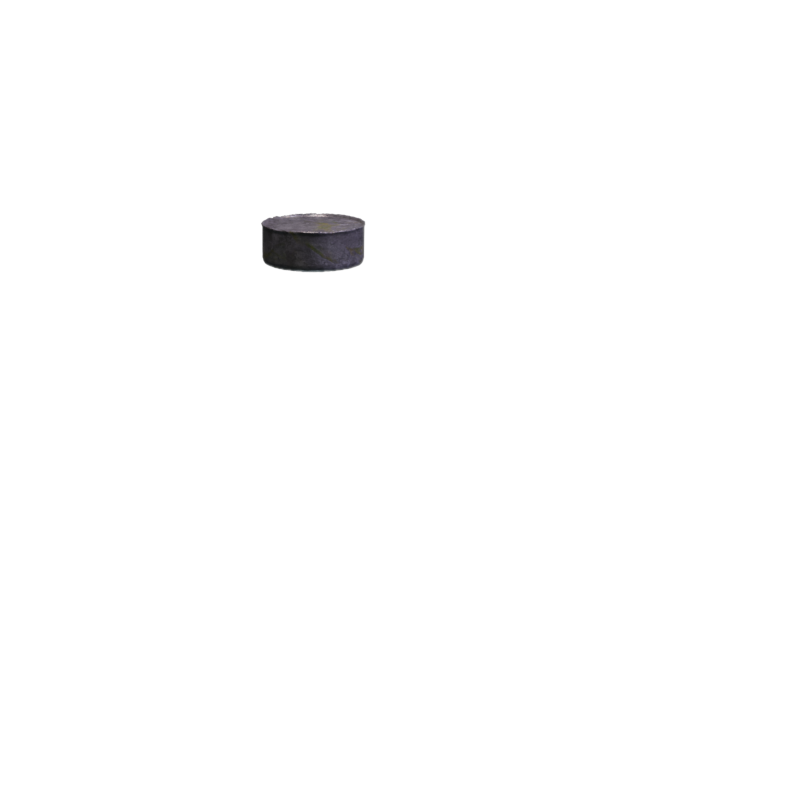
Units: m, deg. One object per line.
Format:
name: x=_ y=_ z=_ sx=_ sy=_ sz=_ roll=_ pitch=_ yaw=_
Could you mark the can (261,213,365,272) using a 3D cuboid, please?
can: x=-0.072 y=-0.131 z=0.915 sx=0.086 sy=0.032 sz=0.089 roll=-1 pitch=18 yaw=-2
